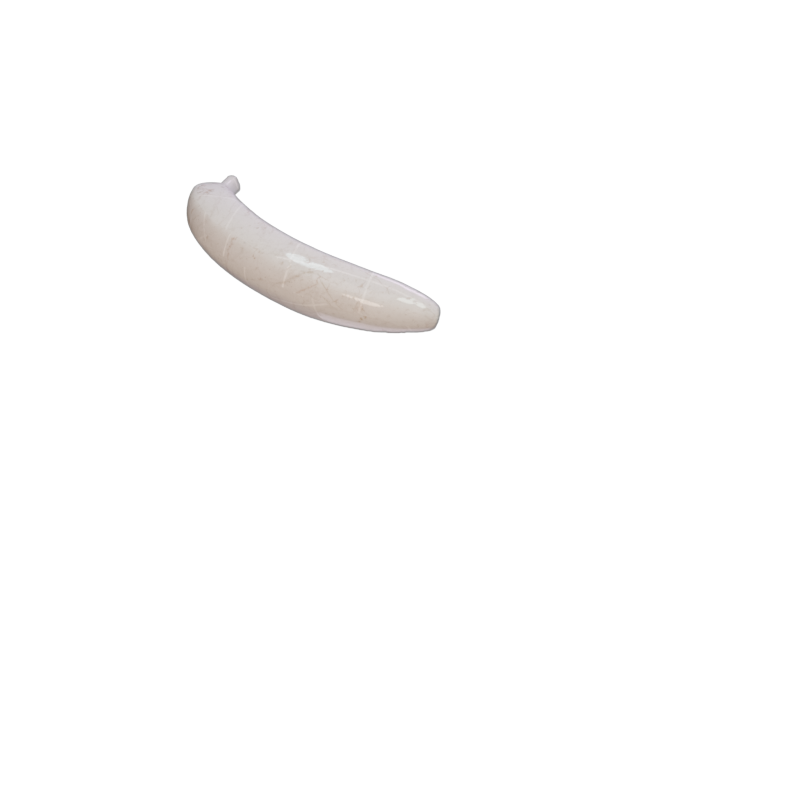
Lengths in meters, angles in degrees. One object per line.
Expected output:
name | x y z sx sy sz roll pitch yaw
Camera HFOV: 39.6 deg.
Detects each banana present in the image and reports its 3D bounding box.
banana | -0.067 -0.086 0.636 0.069 0.034 0.212 -27 47 -30
